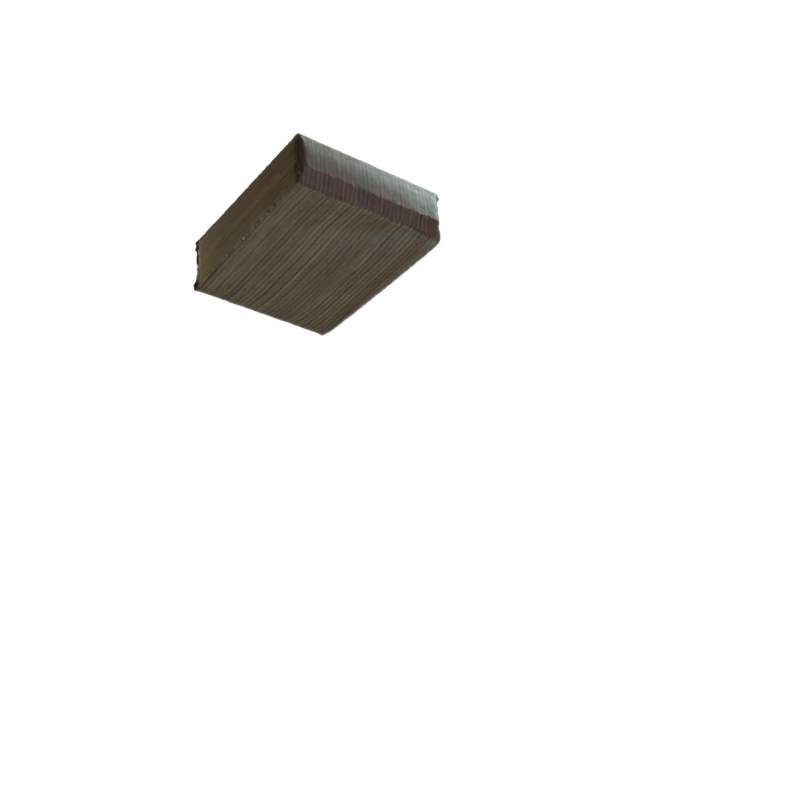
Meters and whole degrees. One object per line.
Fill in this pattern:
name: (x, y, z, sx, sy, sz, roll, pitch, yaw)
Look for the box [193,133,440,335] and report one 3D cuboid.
box: (-0.047, -0.085, 0.598, 0.085, 0.042, 0.111, 22, -40, -29)
